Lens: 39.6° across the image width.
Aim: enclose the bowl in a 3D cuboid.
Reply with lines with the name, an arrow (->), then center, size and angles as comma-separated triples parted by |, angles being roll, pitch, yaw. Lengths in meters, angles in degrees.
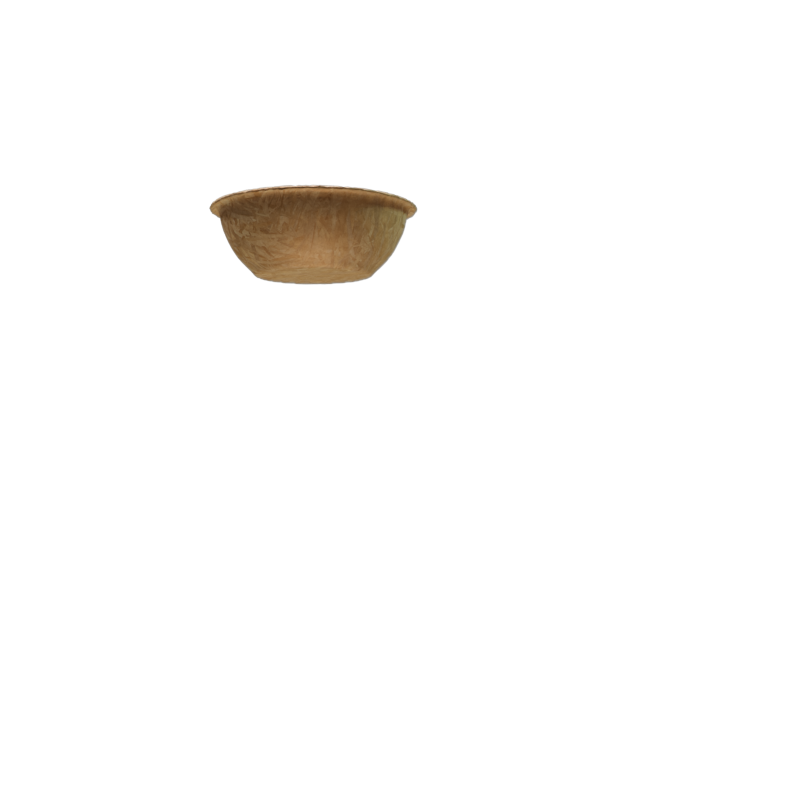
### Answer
bowl -> -0.068, -0.123, 0.862 | 0.162, 0.056, 0.160 | 0, -3, -2
